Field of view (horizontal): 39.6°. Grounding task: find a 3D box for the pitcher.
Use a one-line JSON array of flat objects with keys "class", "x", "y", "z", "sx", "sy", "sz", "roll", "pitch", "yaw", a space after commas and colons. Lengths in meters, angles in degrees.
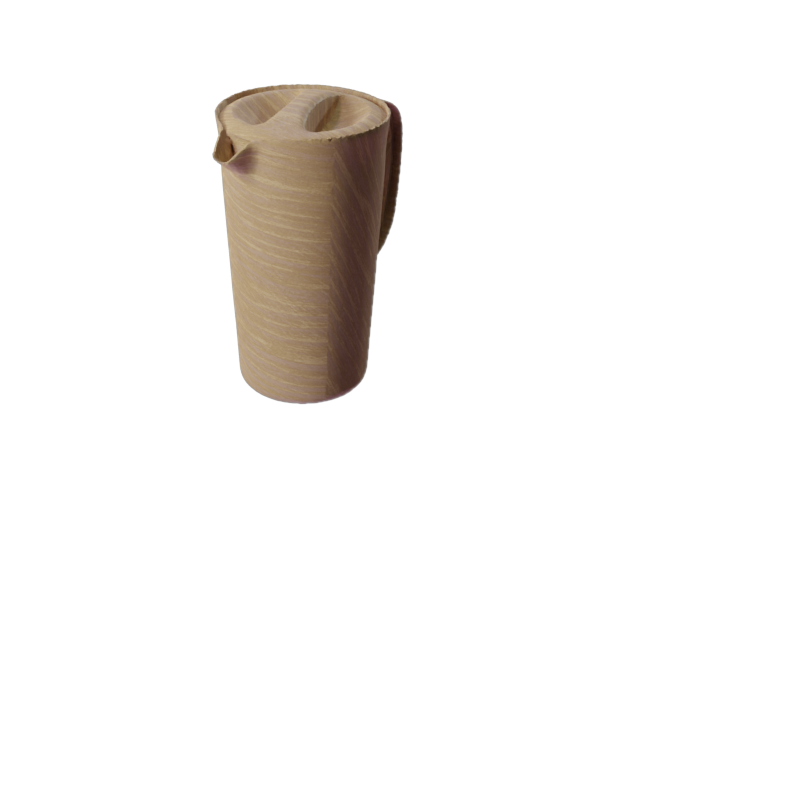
[{"class": "pitcher", "x": -0.070, "y": -0.128, "z": 0.895, "sx": 0.149, "sy": 0.229, "sz": 0.154, "roll": 0, "pitch": 29, "yaw": -3}]
